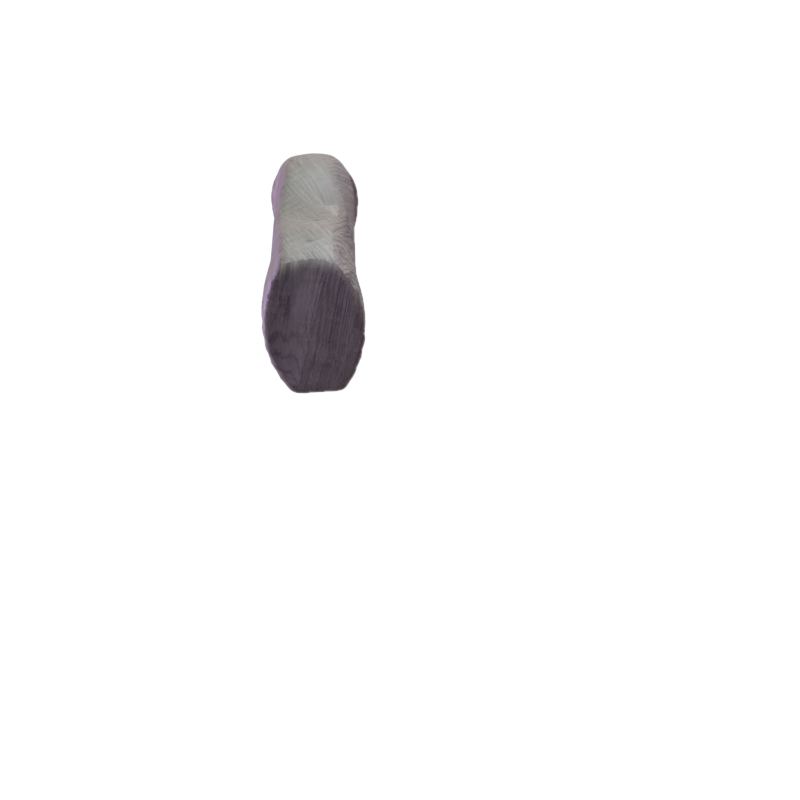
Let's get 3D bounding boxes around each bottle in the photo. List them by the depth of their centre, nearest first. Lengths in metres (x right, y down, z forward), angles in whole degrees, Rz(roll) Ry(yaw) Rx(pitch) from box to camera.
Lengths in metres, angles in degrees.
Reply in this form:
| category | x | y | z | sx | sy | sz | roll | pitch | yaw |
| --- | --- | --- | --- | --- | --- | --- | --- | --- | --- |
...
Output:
| category | x | y | z | sx | sy | sz | roll | pitch | yaw |
| --- | --- | --- | --- | --- | --- | --- | --- | --- | --- |
| bottle | -0.054 | -0.099 | 0.691 | 0.058 | 0.090 | 0.205 | -5 | 37 | 0 |
